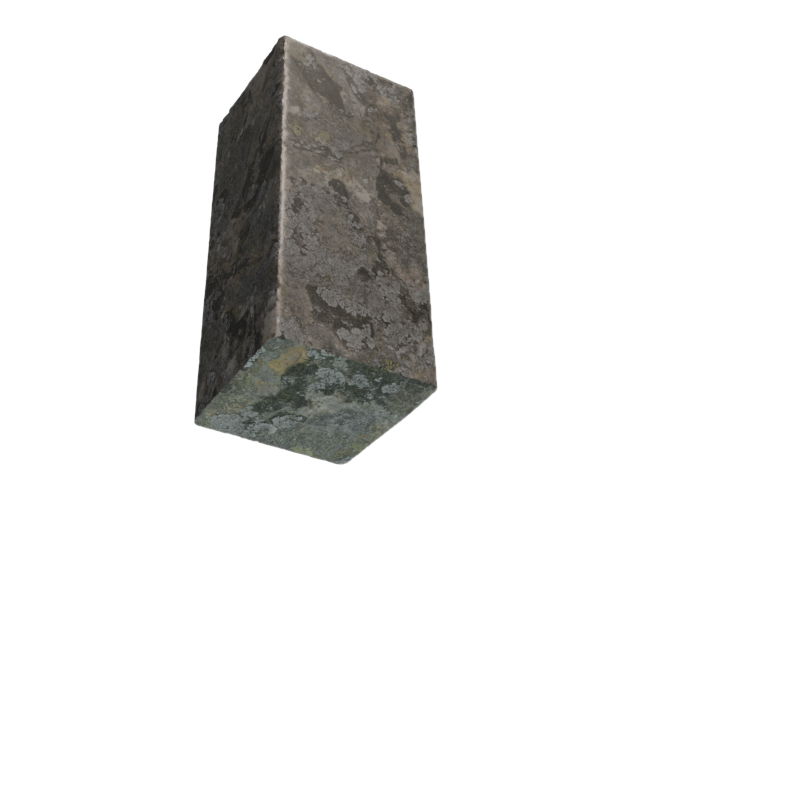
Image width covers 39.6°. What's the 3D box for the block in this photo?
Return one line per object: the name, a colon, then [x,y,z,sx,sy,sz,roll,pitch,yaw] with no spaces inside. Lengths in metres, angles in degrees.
block: [-0.047,-0.085,0.598,0.087,0.221,0.088,18,-41,-26]
